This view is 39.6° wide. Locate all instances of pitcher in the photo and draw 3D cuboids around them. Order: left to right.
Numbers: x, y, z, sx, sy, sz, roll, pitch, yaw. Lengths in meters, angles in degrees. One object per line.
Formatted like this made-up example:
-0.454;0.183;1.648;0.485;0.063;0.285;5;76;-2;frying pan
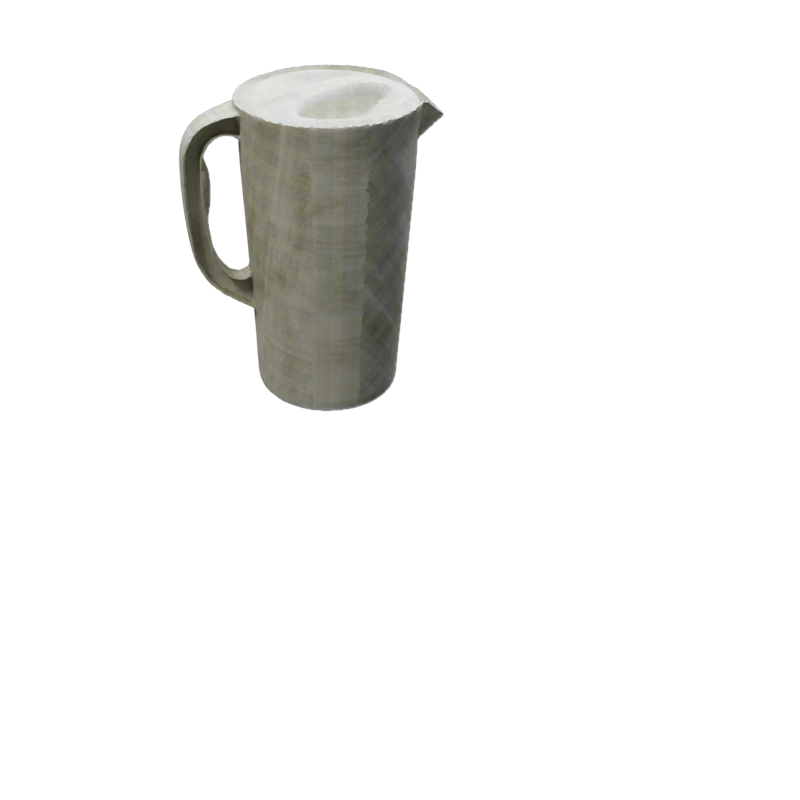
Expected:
-0.064;-0.117;0.819;0.156;0.229;0.147;17;33;25;pitcher
